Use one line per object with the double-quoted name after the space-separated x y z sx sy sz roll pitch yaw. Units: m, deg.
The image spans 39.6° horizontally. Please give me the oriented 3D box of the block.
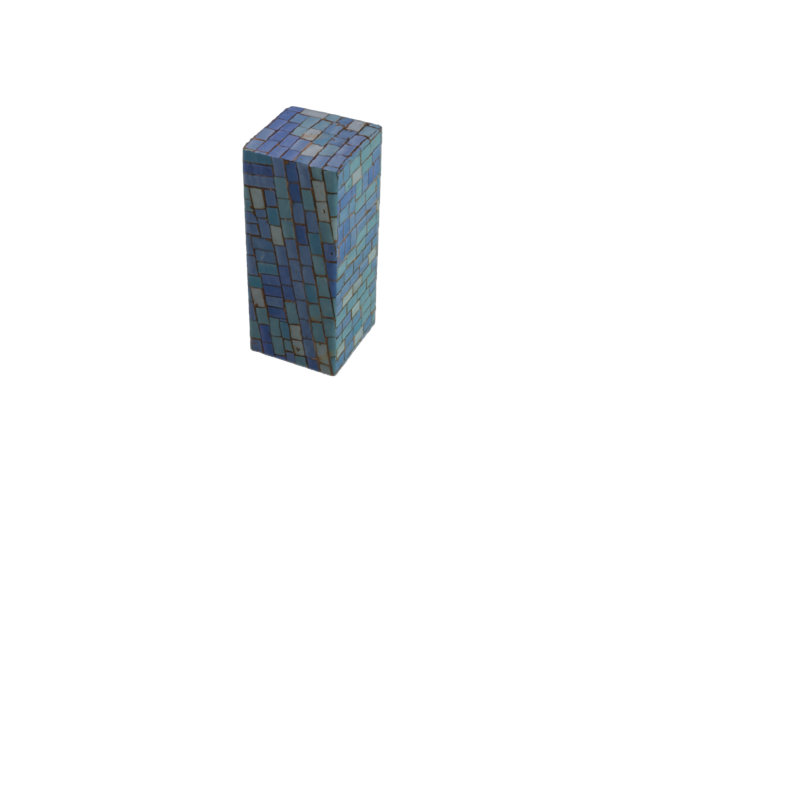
-0.076 -0.138 0.962 0.093 0.193 0.093 17 39 18 "block"
